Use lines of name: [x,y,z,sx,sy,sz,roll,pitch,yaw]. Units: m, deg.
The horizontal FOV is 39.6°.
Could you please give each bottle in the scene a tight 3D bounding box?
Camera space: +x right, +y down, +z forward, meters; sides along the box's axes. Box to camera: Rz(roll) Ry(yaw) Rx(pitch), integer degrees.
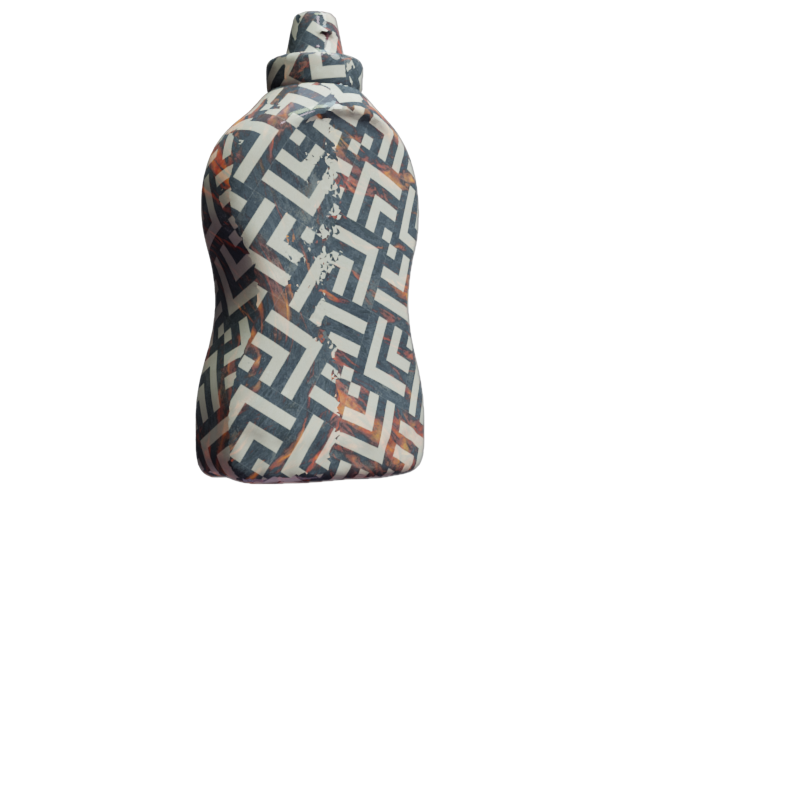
bottle: [-0.036,-0.066,0.459,0.092,0.194,0.060,3,-6,-33]
